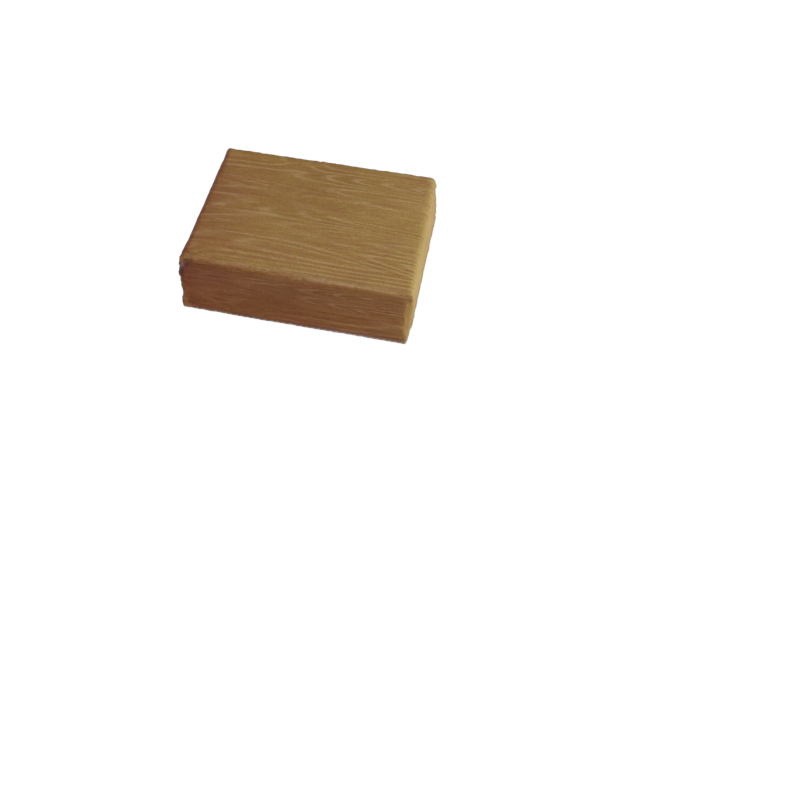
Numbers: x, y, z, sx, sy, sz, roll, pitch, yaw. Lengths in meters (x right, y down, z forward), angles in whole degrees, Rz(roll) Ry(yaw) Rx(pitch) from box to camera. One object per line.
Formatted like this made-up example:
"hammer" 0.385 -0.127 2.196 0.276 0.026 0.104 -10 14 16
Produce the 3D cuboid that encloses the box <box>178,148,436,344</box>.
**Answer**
"box" -0.043 -0.078 0.549 0.115 0.036 0.095 7 44 7
